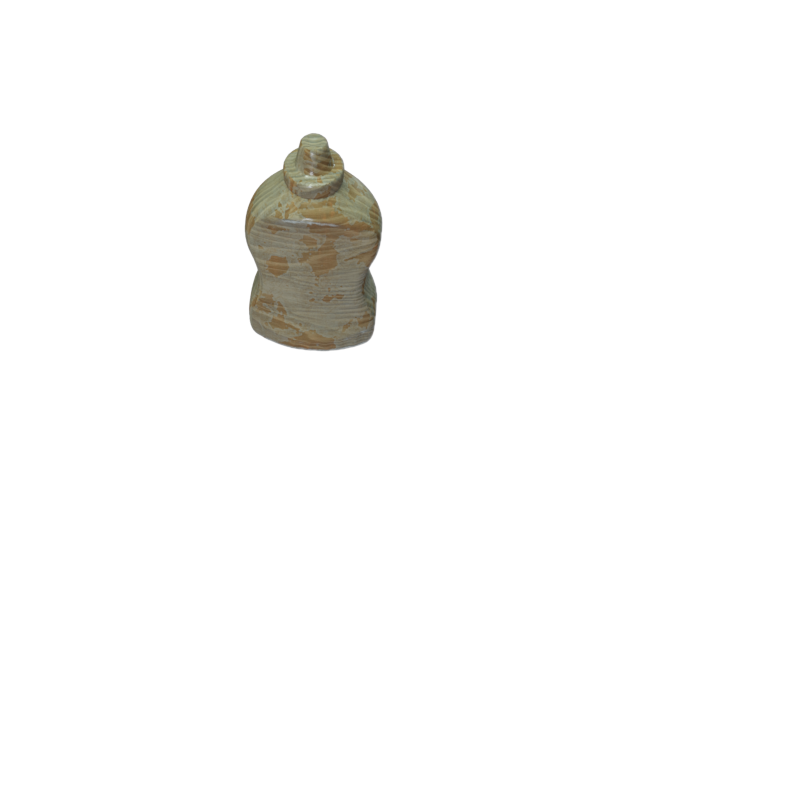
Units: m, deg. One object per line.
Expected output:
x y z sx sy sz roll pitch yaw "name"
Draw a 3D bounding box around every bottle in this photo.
-0.062 -0.113 0.790 0.097 0.062 0.179 8 -37 2 "bottle"
